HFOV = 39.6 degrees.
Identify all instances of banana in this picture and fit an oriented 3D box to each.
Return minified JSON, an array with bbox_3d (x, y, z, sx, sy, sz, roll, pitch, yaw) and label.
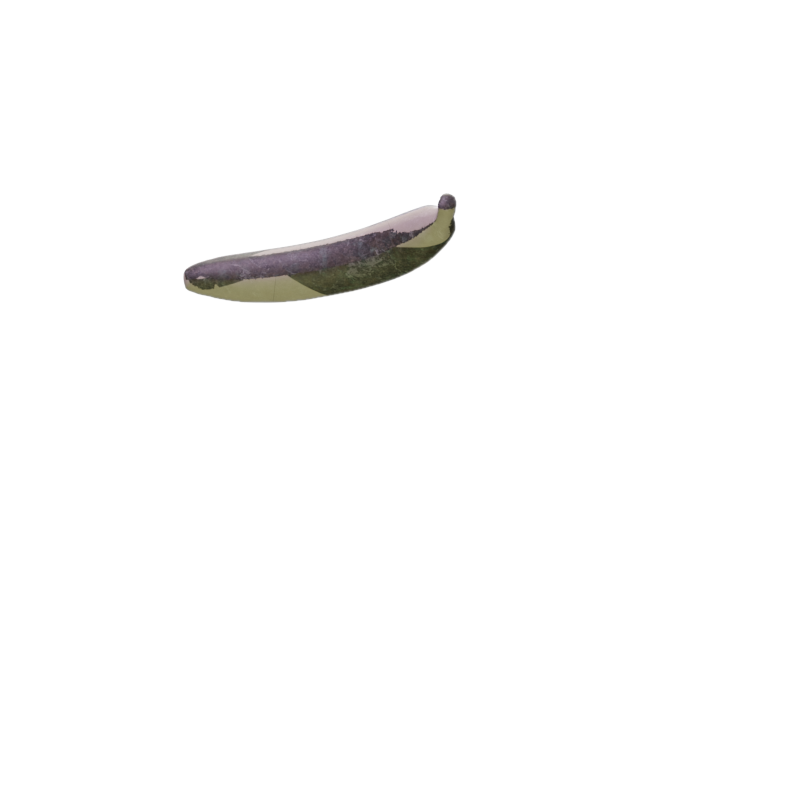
[{"bbox_3d":[-0.044,-0.095,0.718,0.200,0.039,0.064,-14,-31,25],"label":"banana"}]
